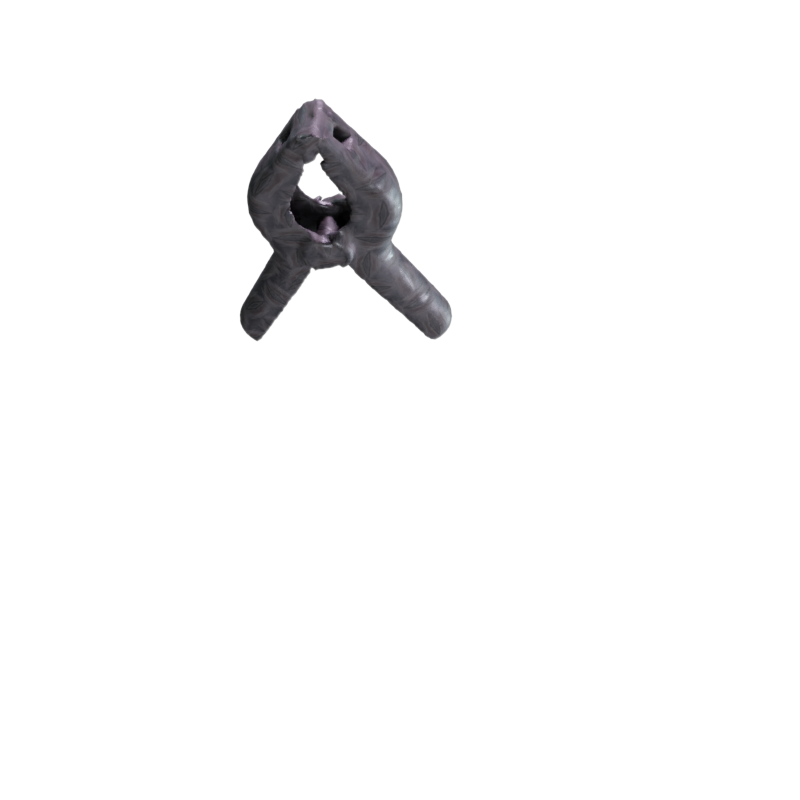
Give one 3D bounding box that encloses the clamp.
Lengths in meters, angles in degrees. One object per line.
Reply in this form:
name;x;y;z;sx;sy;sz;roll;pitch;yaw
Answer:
clamp;-0.046;-0.084;0.589;0.121;0.042;0.158;-10;-43;10
